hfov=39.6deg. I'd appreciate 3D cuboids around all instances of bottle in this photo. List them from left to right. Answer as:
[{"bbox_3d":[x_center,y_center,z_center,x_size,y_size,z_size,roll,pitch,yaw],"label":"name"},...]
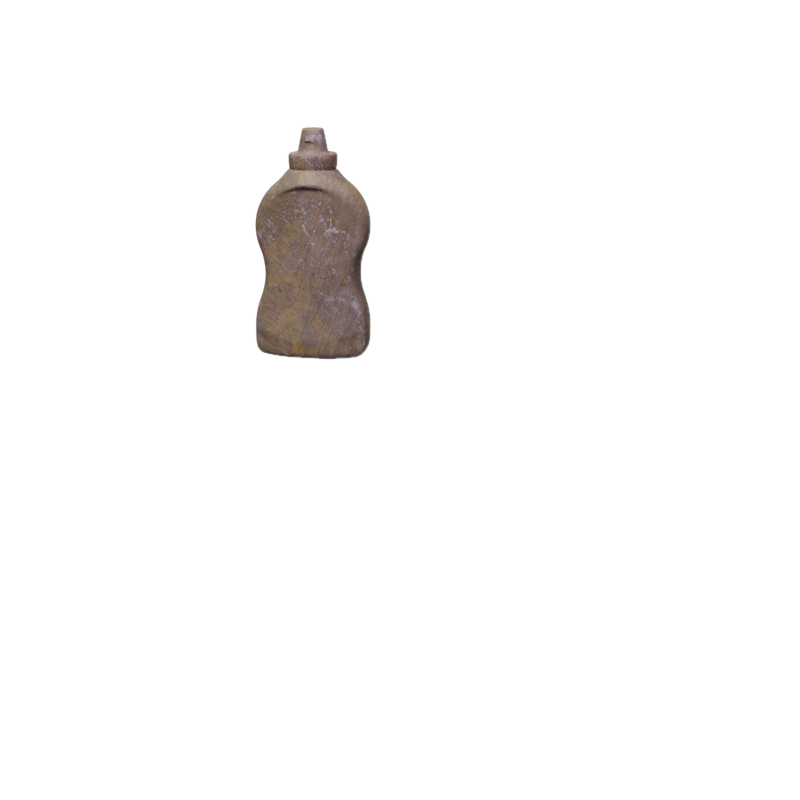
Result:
[{"bbox_3d":[-0.073,-0.133,0.935,0.098,0.187,0.059,3,10,11],"label":"bottle"}]
